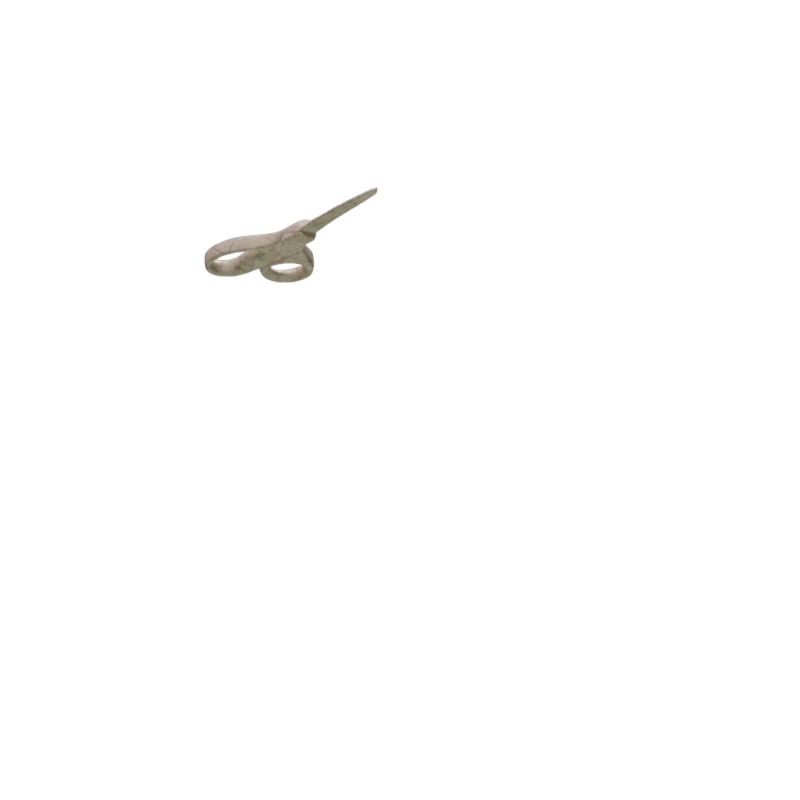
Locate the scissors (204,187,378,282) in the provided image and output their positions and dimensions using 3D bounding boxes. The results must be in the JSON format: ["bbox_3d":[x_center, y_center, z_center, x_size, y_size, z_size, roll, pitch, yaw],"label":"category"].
[{"bbox_3d":[-0.067,-0.122,0.851,0.206,0.016,0.091,-11,-17,39],"label":"scissors"}]
